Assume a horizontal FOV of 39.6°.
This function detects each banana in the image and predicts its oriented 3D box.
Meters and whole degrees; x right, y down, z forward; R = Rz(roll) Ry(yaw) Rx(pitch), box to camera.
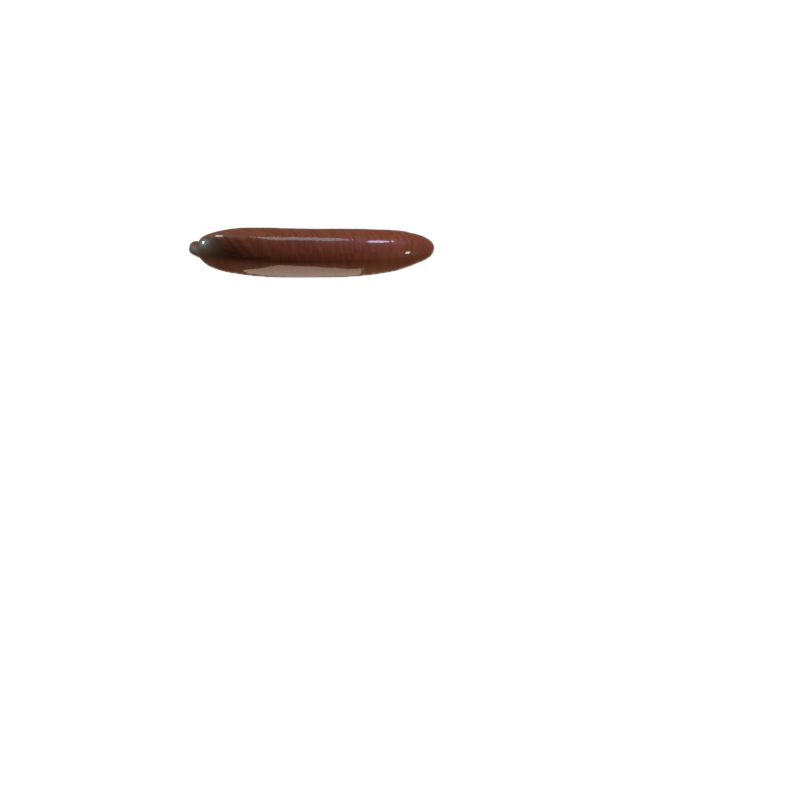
[{"bbox_3d":[-0.073,-0.118,0.860,0.199,0.035,0.072,2,22,6],"label":"banana"}]
